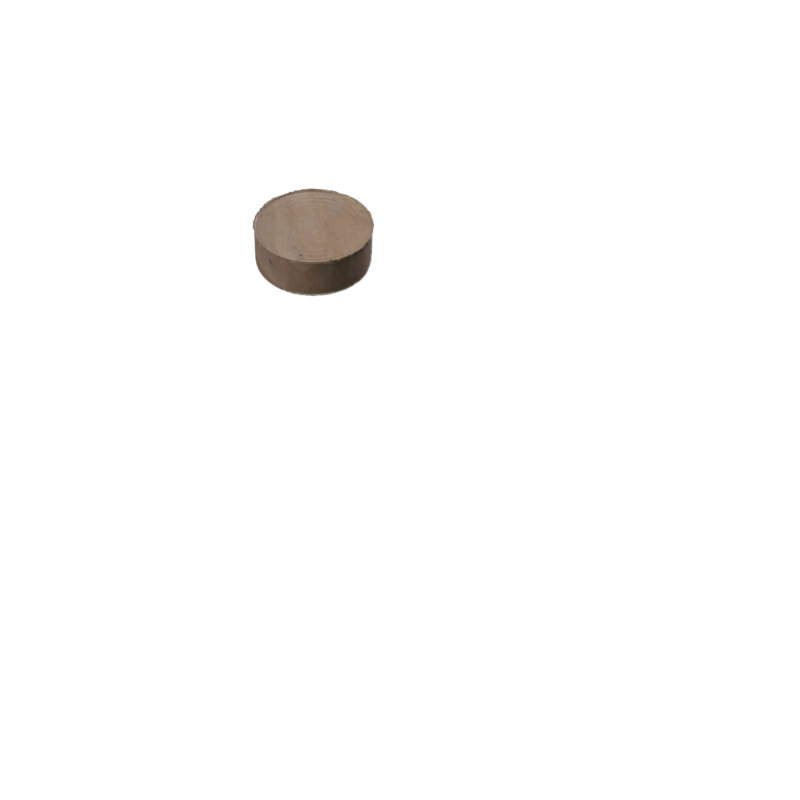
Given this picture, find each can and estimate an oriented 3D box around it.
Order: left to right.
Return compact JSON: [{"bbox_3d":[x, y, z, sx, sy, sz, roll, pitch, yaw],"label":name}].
[{"bbox_3d":[-0.062,-0.113,0.793,0.086,0.031,0.092,-1,43,-2],"label":"can"}]
